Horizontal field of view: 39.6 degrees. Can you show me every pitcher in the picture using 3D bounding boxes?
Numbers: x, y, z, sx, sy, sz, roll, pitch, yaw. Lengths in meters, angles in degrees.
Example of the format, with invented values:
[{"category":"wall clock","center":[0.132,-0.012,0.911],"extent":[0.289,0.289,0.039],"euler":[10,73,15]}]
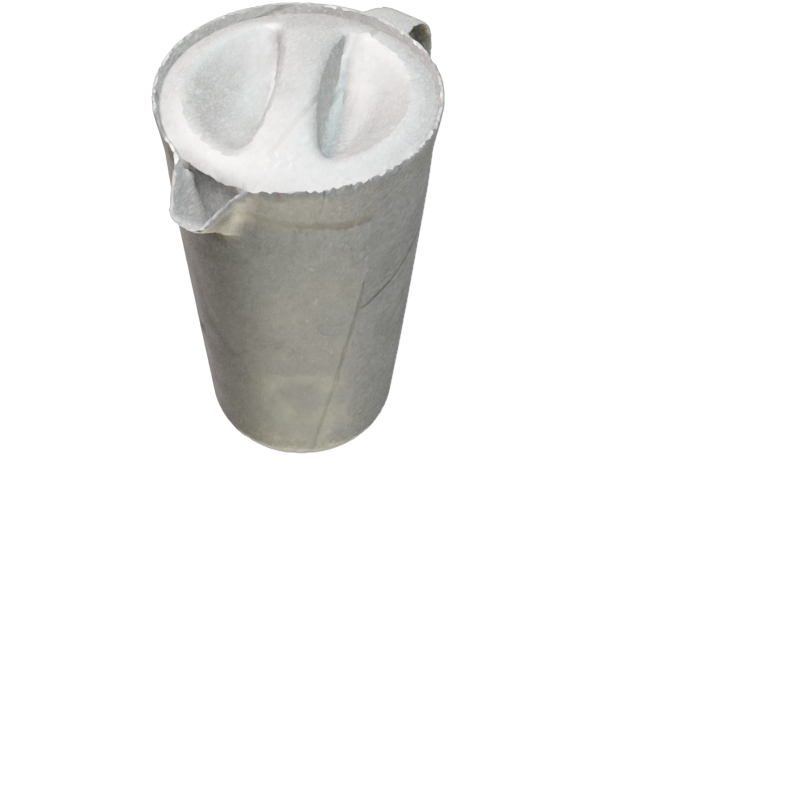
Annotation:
[{"category":"pitcher","center":[-0.047,-0.085,0.594],"extent":[0.148,0.156,0.227],"euler":[-8,-36,-9]}]
